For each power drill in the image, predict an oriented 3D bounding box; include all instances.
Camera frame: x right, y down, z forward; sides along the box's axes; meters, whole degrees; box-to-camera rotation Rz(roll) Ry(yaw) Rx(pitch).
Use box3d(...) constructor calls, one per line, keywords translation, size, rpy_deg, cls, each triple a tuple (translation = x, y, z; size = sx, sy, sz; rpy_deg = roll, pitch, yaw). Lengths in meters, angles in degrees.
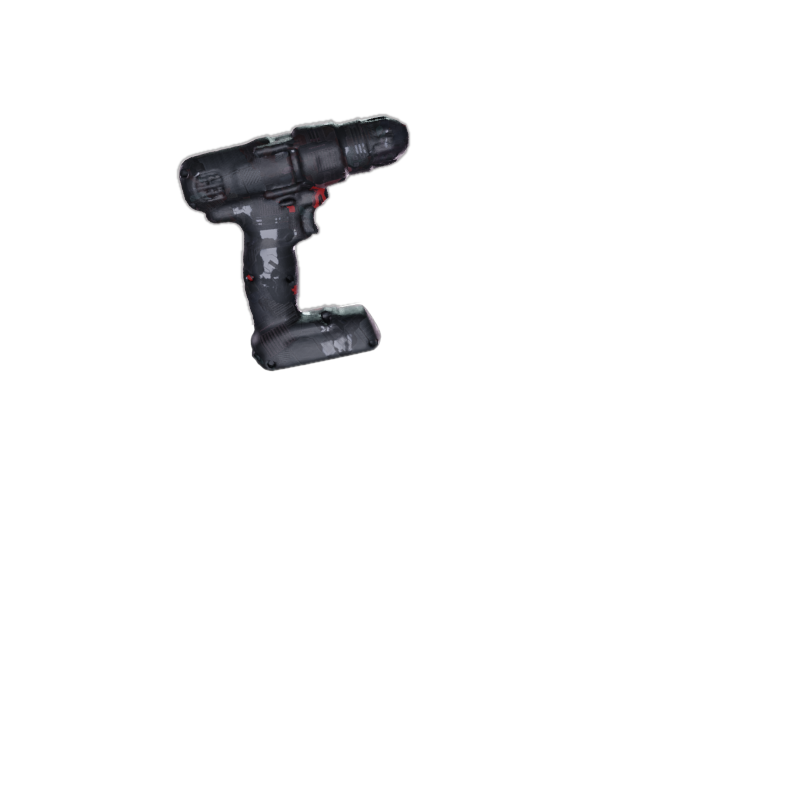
box3d(translation=(-0.070, -0.127, 0.891), size=(0.185, 0.181, 0.059), rpy_deg=(-12, 14, 3), cls="power drill")
